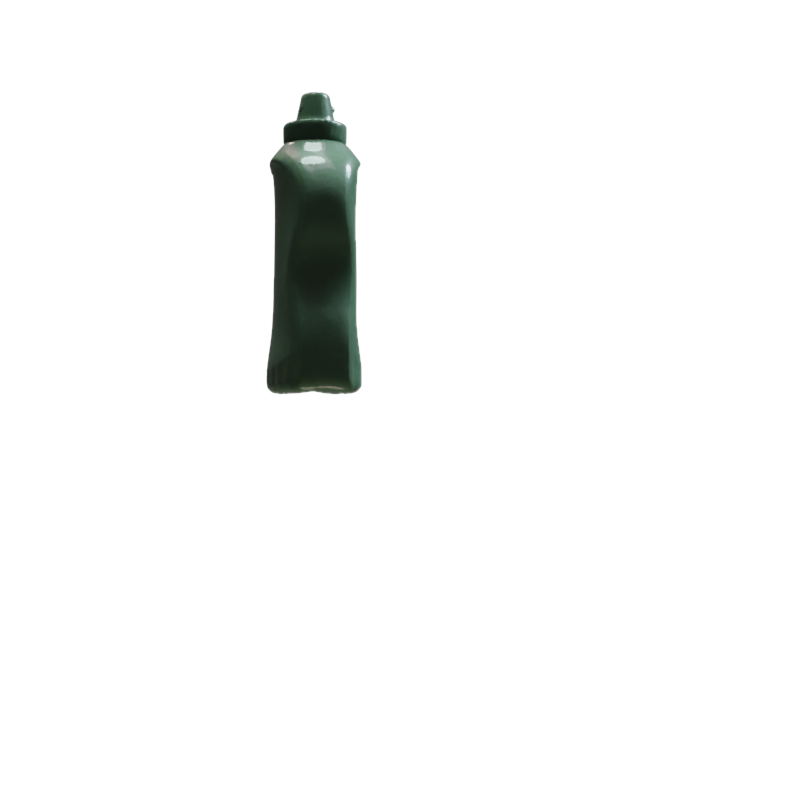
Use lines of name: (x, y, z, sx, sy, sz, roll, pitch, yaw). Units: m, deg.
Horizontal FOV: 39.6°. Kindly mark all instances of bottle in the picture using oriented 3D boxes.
bottle: (-0.055, -0.101, 0.705, 0.058, 0.195, 0.096, 1, -6, -10)
